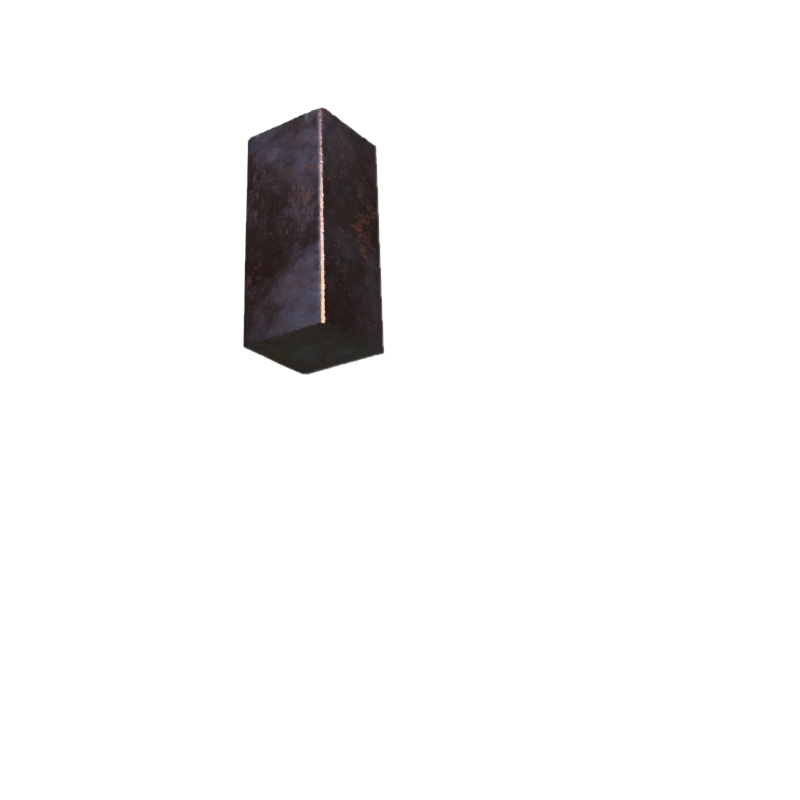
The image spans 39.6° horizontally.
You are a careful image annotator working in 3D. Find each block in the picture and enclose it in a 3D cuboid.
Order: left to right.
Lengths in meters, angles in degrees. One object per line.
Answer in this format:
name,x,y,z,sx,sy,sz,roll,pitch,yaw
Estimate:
block,-0.078,-0.141,0.983,0.092,0.218,0.084,-18,-29,31
